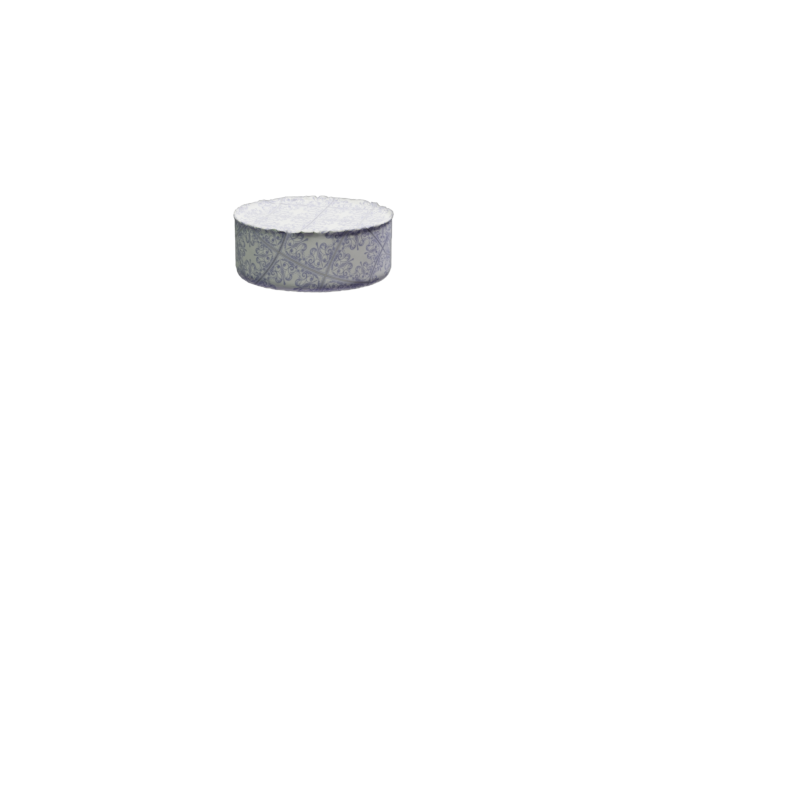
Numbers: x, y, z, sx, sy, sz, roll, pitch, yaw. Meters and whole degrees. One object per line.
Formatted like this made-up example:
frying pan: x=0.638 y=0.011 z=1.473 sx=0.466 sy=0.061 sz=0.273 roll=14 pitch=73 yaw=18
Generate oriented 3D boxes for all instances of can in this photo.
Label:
can: x=-0.047 y=-0.085 z=0.596 sx=0.086 sy=0.032 sz=0.090 roll=-1 pitch=21 yaw=-2
